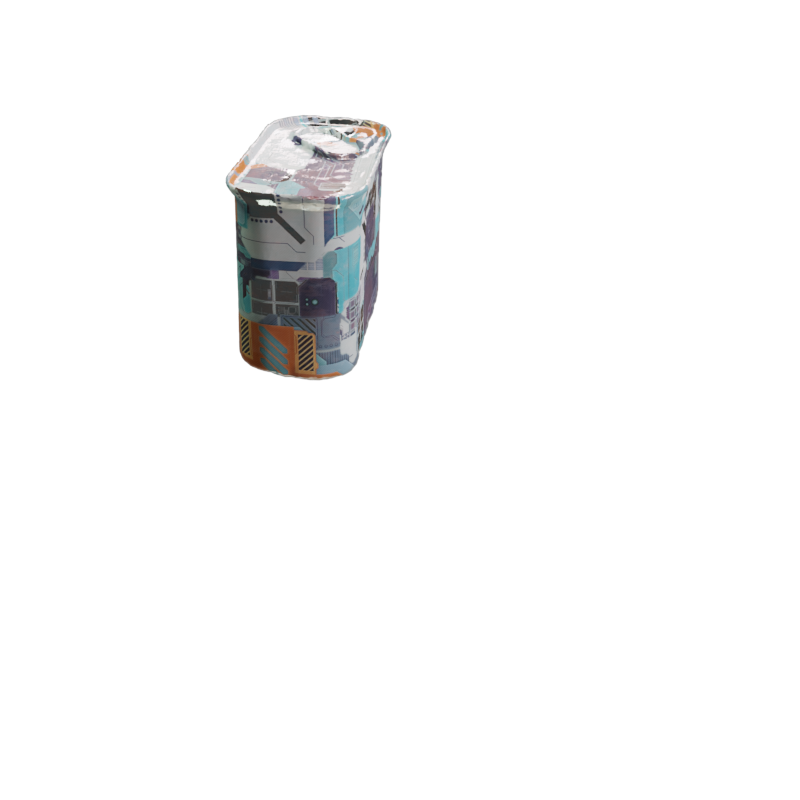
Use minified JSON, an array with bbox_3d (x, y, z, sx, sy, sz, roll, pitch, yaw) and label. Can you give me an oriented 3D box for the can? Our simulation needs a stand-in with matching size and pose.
[{"bbox_3d":[-0.038,-0.069,0.486,0.058,0.079,0.106,5,29,7],"label":"can"}]
